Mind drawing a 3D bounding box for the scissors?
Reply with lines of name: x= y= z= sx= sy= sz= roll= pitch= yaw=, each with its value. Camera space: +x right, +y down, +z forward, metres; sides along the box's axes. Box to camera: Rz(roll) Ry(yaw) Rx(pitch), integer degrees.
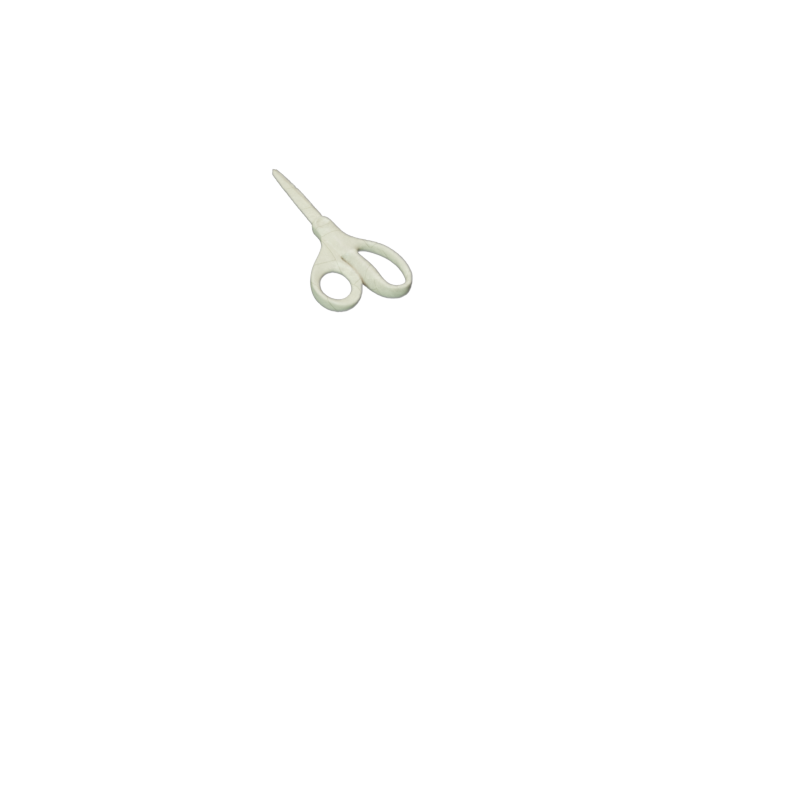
scissors: x=-0.078 y=-0.142 z=0.996 sx=0.097 sy=0.015 sz=0.215 roll=-36 pitch=56 yaw=-29
